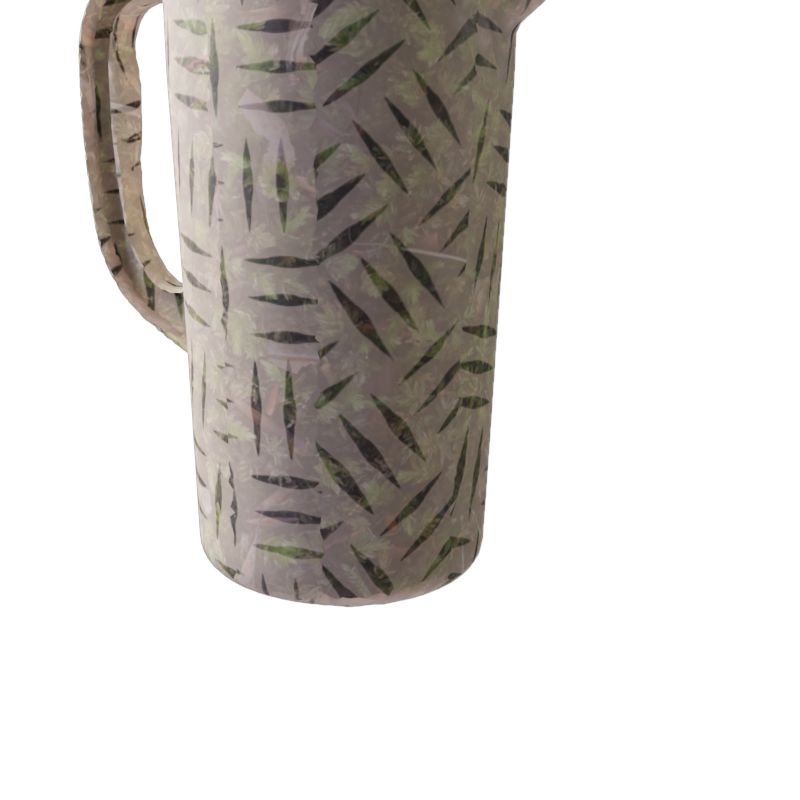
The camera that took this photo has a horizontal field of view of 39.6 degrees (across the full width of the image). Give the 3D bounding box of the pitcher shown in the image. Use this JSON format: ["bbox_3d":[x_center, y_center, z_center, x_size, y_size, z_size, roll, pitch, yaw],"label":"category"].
[{"bbox_3d":[-0.033,-0.059,0.416,0.141,0.238,0.156,-4,10,-27],"label":"pitcher"}]
